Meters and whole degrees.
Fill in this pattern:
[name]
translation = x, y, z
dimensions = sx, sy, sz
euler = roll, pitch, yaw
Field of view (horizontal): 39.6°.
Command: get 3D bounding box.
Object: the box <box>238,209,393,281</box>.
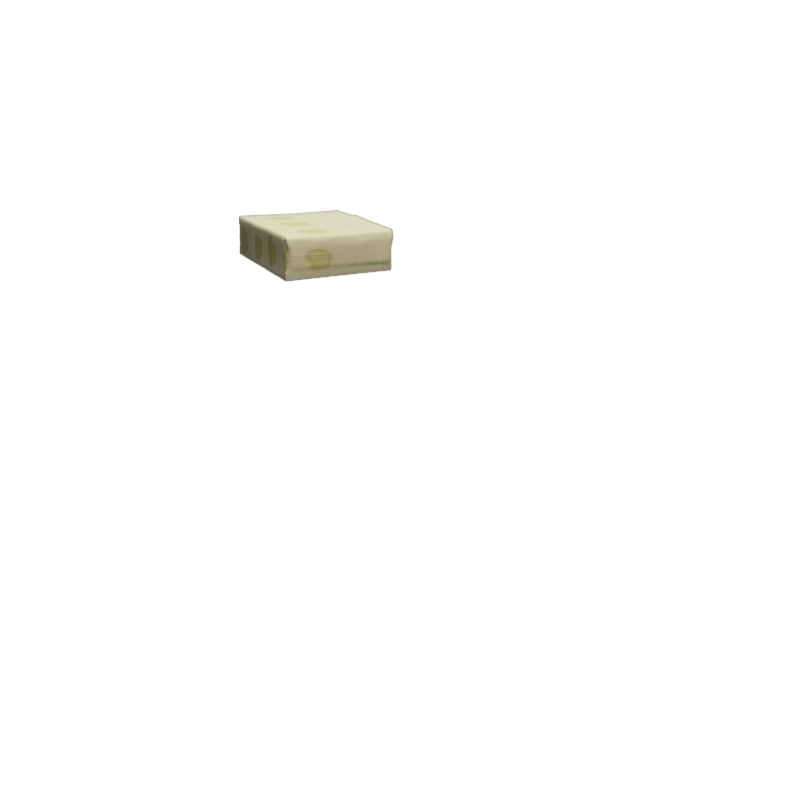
[box]
translation = -0.056, -0.102, 0.715
dimensions = 0.071, 0.029, 0.094
euler = -8, 19, -24
